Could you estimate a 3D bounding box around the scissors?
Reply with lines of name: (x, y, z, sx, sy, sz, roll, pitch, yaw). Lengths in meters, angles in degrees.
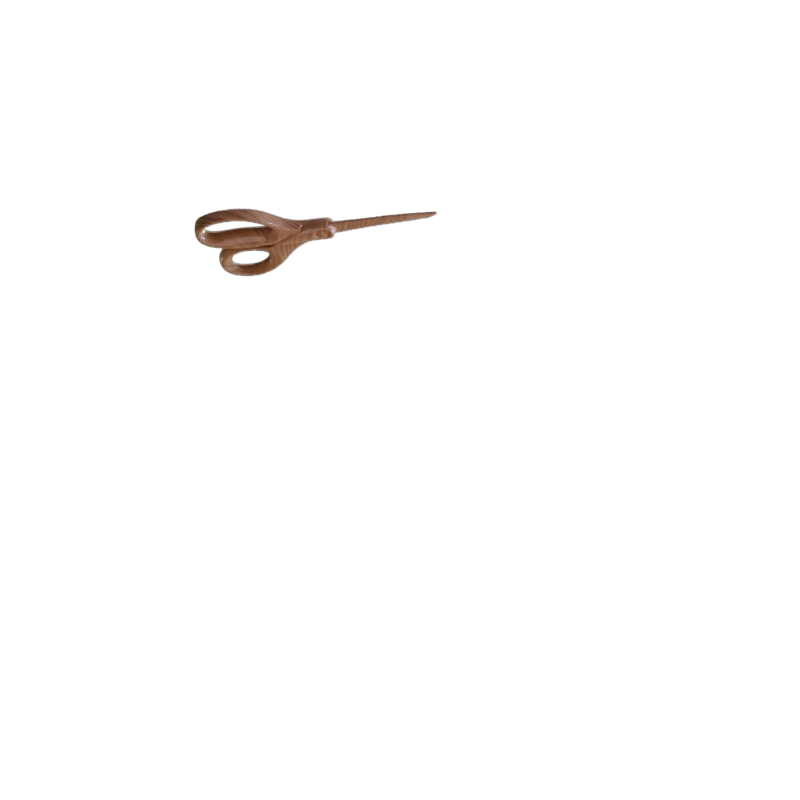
scissors: (-0.074, -0.136, 0.950, 0.201, 0.017, 0.091, 1, -29, -3)
